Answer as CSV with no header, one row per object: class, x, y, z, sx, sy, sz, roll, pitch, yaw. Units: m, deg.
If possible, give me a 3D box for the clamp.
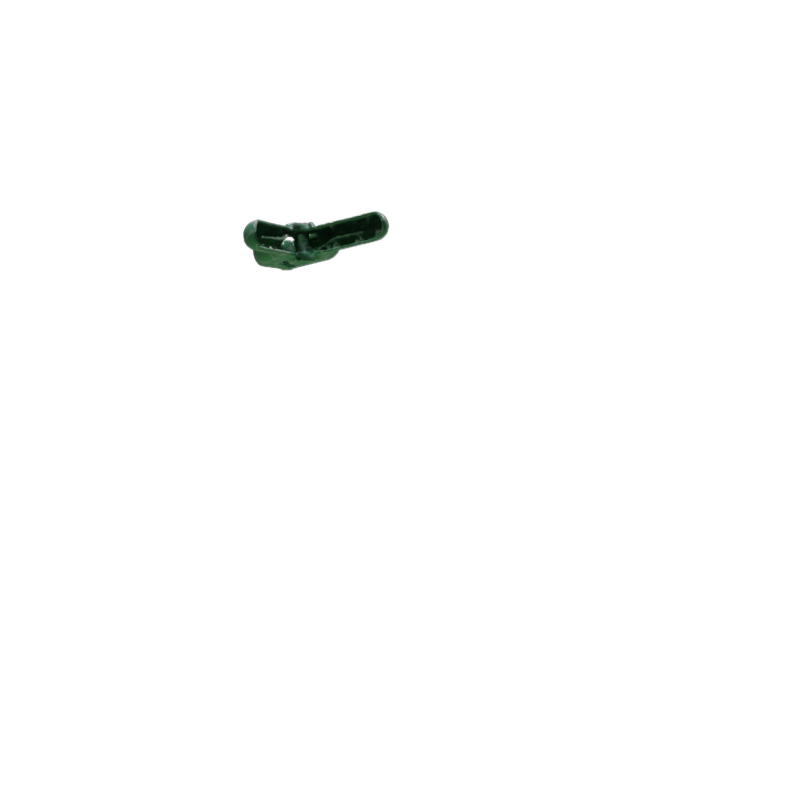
clamp,-0.076,-0.139,0.972,0.119,0.039,0.172,0,2,-6
